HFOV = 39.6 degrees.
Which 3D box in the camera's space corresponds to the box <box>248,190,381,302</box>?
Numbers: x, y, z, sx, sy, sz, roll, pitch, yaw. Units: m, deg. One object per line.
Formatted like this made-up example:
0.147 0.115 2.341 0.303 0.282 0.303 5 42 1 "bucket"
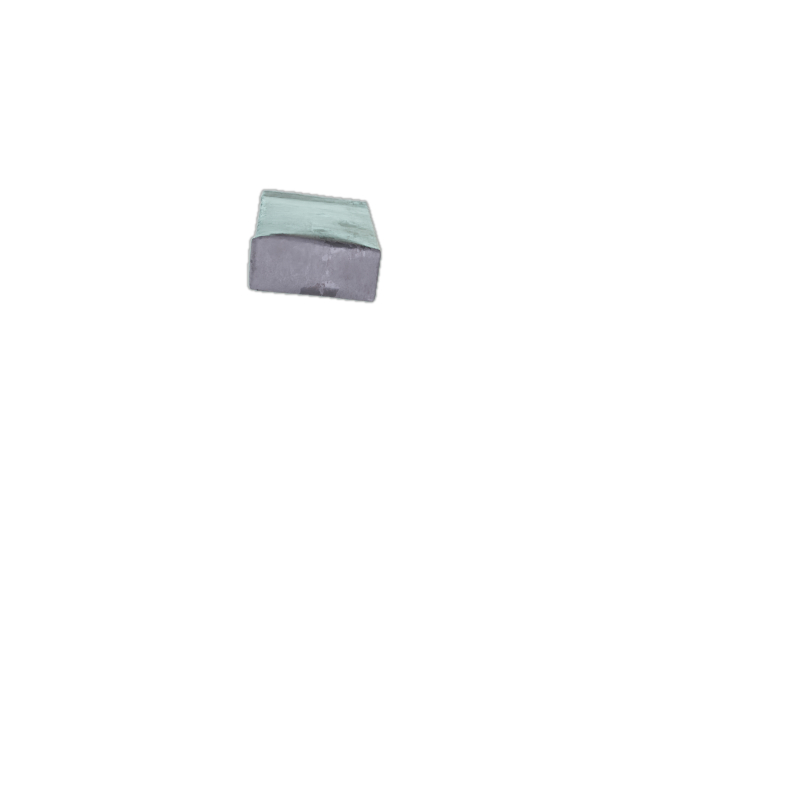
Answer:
-0.067 -0.122 0.860 0.093 0.047 0.183 6 18 -5 "box"
